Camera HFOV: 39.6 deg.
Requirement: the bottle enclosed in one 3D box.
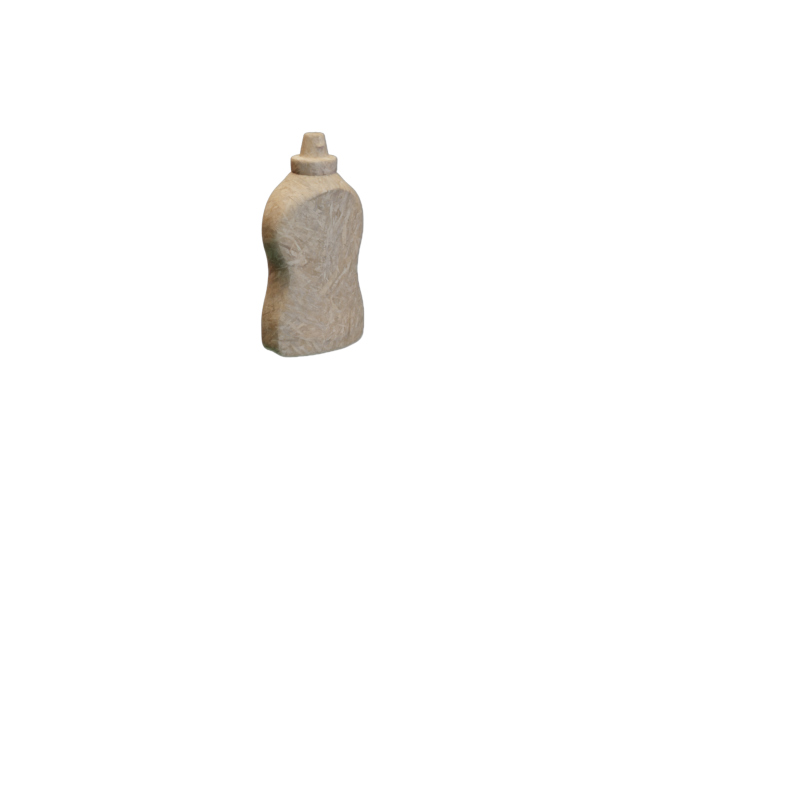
[{"bbox_3d":[-0.076,-0.139,0.972,0.094,0.186,0.062,-10,18,-35],"label":"bottle"}]
